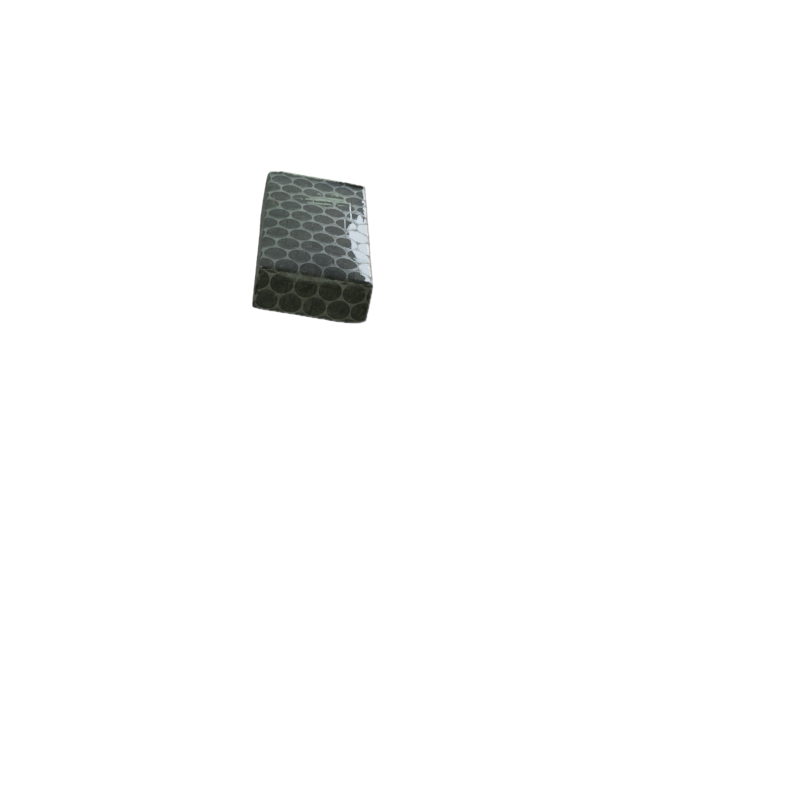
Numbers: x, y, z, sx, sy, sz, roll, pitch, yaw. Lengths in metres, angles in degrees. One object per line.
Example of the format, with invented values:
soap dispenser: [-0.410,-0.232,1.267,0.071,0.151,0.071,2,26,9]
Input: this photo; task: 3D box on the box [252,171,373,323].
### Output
box: [-0.074,-0.135,0.943,0.092,0.045,0.188,7,36,-9]
